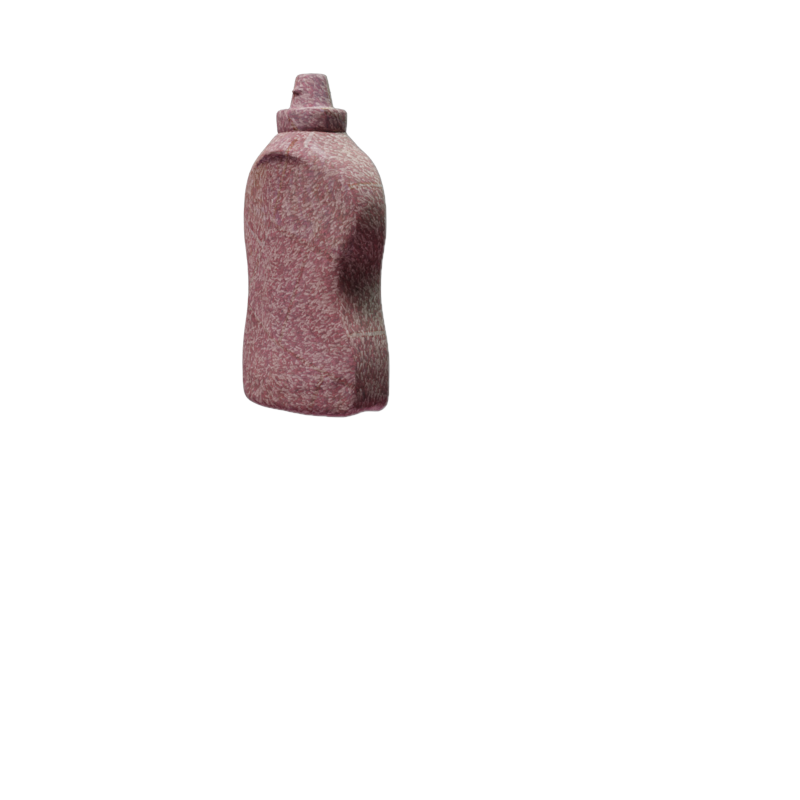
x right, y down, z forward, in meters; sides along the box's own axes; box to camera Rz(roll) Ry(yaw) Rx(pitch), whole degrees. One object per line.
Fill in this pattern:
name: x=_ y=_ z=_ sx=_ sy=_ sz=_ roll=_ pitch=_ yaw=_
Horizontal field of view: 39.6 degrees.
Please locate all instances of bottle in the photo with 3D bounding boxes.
bottle: x=-0.050 y=-0.091 z=0.639 sx=0.056 sy=0.191 sz=0.100 roll=-2 pitch=4 yaw=-44
